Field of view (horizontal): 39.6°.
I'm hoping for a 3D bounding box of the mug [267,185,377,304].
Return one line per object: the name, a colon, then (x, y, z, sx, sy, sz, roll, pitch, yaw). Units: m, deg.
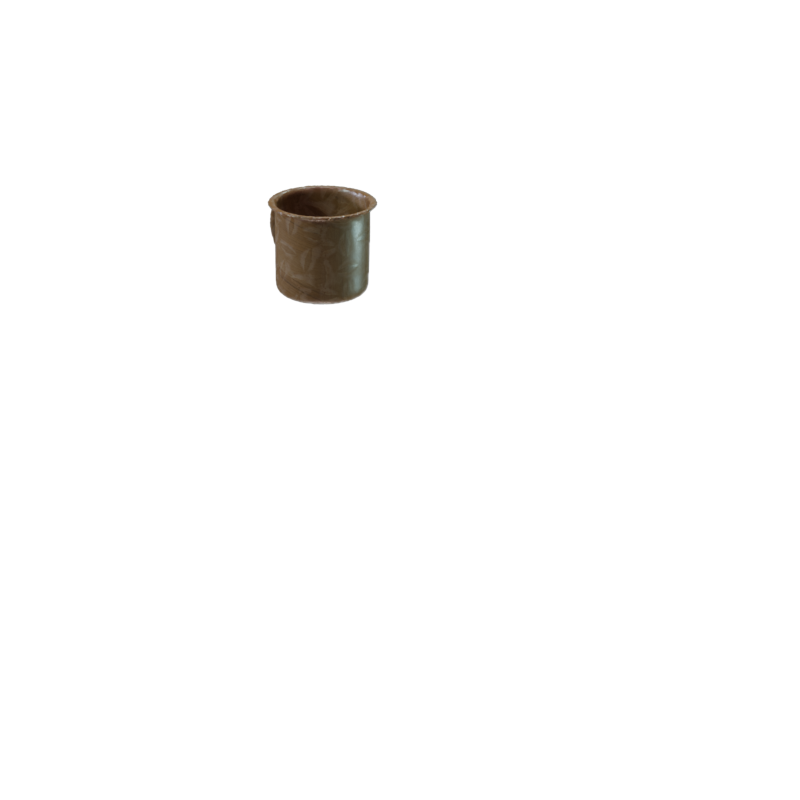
mug: (-0.076, -0.138, 0.967, 0.092, 0.078, 0.125, -20, 32, -38)
